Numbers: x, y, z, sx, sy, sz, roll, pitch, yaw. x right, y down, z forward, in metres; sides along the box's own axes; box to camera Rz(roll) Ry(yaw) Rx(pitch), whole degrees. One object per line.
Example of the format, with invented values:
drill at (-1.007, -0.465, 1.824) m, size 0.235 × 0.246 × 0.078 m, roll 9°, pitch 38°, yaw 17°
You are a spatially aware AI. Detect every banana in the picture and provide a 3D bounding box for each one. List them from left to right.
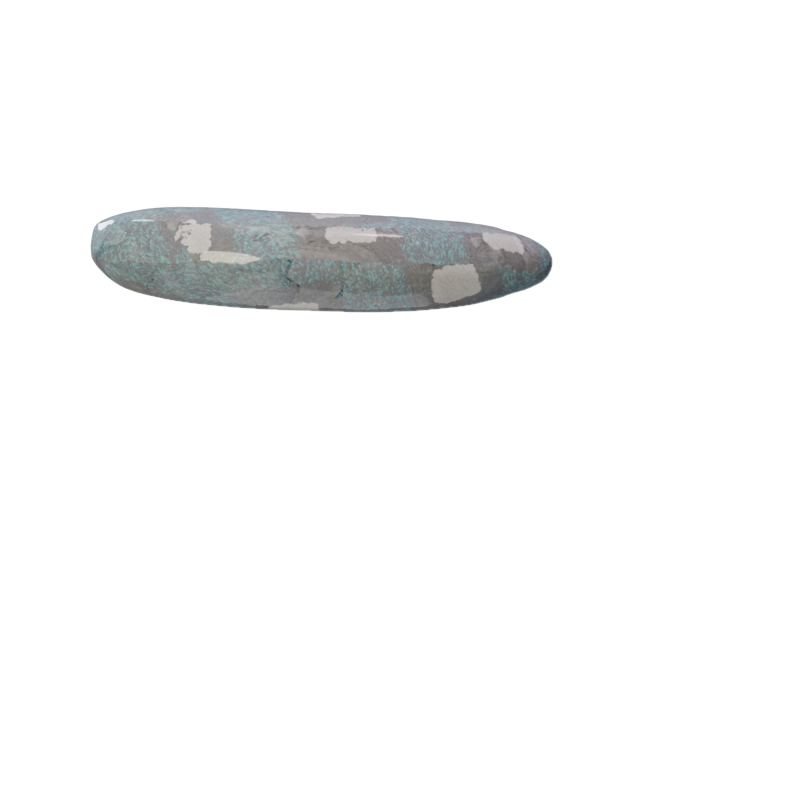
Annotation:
banana at (-0.043, -0.058, 0.435) m, size 0.202 × 0.035 × 0.071 m, roll 6°, pitch 20°, yaw 14°
